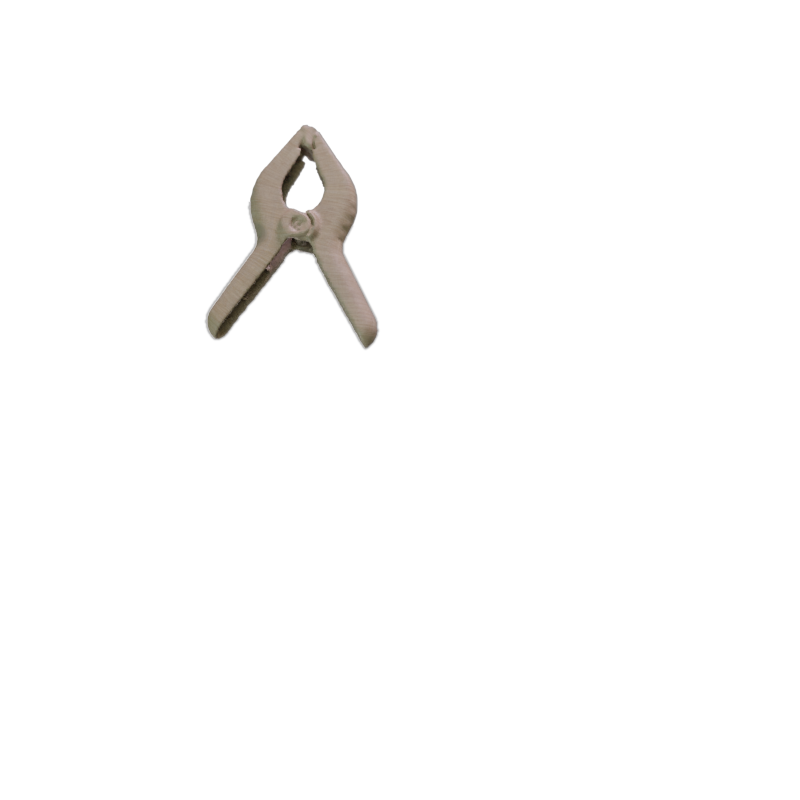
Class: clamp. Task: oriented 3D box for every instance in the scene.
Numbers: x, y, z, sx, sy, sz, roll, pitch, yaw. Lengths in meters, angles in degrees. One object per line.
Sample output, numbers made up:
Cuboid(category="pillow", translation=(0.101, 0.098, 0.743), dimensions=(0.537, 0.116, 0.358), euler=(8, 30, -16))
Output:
Cuboid(category="clamp", translation=(-0.063, -0.115, 0.804), dimensions=(0.121, 0.177, 0.038), euler=(12, -16, 3))
